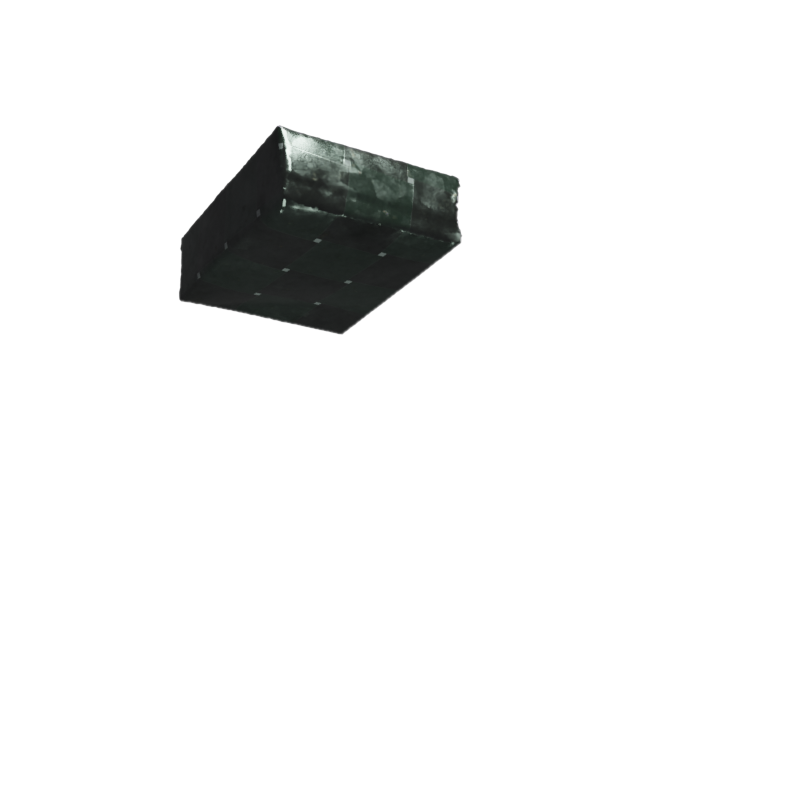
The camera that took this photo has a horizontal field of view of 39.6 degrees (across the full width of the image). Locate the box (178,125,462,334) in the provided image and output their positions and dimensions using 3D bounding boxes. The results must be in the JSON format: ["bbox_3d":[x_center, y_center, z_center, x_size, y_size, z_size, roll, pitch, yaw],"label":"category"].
[{"bbox_3d":[-0.040,-0.072,0.504,0.086,0.041,0.112,11,-23,-28],"label":"box"}]
